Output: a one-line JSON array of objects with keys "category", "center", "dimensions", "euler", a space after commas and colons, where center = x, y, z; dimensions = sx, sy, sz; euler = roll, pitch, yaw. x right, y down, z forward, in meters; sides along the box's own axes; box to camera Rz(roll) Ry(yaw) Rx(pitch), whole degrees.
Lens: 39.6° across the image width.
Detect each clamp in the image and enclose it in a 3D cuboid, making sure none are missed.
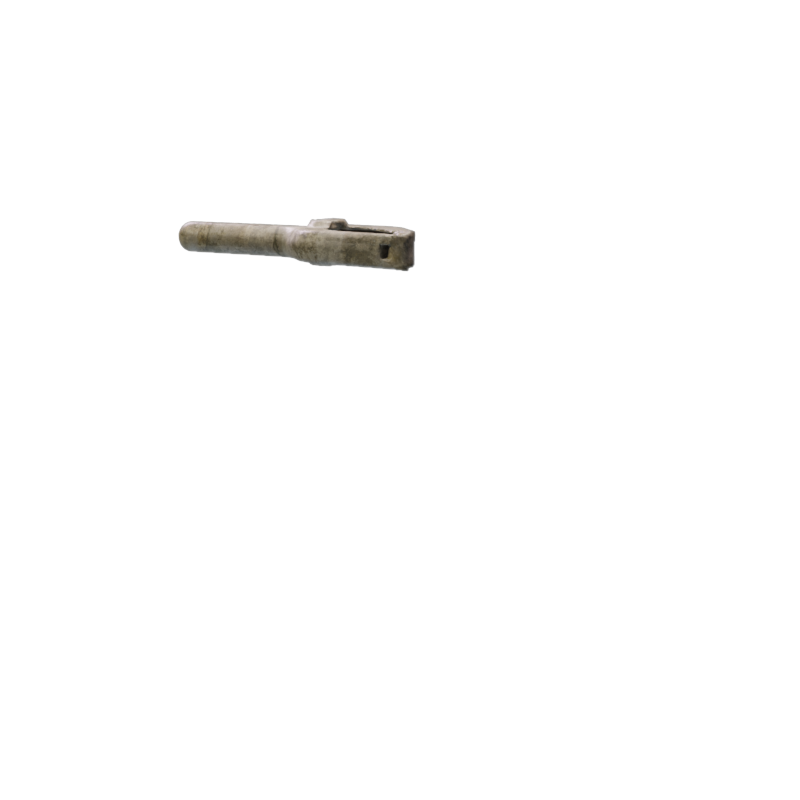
[{"category": "clamp", "center": [-0.068, -0.124, 0.869], "dimensions": [0.160, 0.036, 0.220], "euler": [-7, 15, -29]}]
